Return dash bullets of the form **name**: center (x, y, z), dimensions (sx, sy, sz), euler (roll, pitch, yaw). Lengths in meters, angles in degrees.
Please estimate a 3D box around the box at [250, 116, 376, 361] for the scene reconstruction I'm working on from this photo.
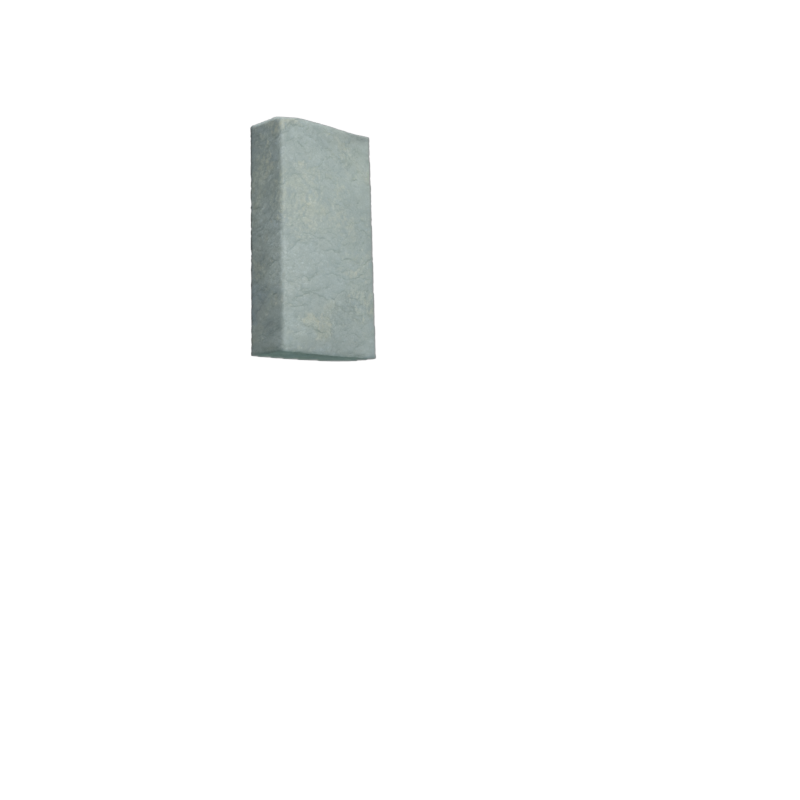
- **box**: center (-0.065, -0.119, 0.833), dimensions (0.089, 0.181, 0.049), euler (8, -13, -42)
